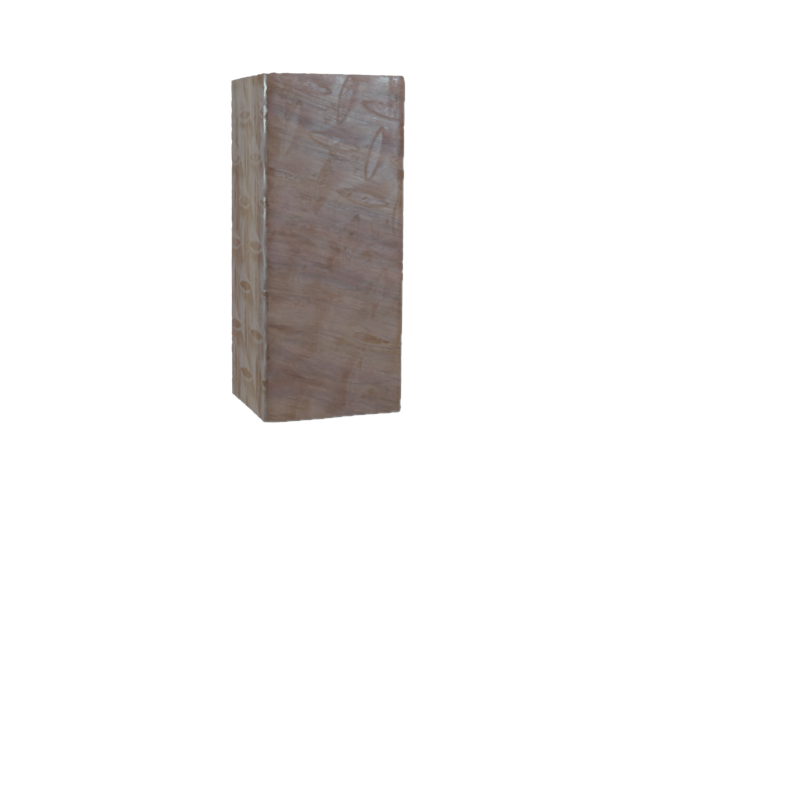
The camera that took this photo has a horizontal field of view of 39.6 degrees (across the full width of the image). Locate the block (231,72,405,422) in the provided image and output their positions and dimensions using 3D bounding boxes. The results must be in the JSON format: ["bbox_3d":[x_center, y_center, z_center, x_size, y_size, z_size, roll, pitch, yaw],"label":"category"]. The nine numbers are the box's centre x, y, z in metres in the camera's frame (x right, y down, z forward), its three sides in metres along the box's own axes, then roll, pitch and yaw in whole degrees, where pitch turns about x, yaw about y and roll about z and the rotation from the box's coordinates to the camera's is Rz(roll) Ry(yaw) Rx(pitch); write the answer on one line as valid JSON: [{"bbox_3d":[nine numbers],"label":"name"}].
[{"bbox_3d":[-0.054,-0.100,0.700,0.088,0.203,0.094,-2,7,-20],"label":"block"}]
